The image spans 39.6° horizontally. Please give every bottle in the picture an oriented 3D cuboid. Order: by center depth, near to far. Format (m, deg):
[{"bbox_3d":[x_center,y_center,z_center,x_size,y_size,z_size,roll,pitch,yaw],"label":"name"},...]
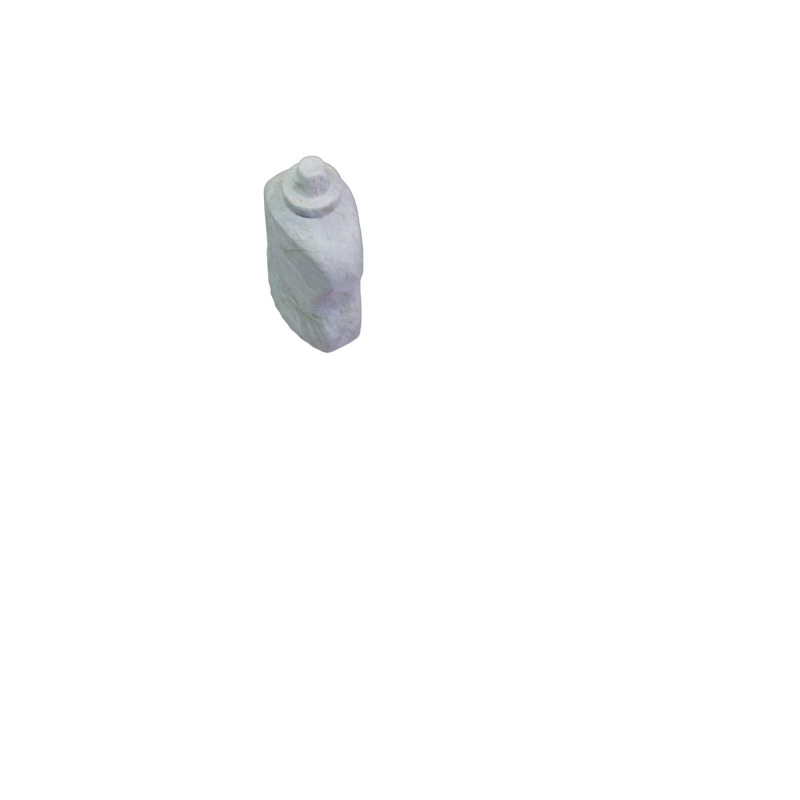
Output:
[{"bbox_3d":[-0.064,-0.115,0.807,0.058,0.102,0.181,-26,-22,-15],"label":"bottle"}]
